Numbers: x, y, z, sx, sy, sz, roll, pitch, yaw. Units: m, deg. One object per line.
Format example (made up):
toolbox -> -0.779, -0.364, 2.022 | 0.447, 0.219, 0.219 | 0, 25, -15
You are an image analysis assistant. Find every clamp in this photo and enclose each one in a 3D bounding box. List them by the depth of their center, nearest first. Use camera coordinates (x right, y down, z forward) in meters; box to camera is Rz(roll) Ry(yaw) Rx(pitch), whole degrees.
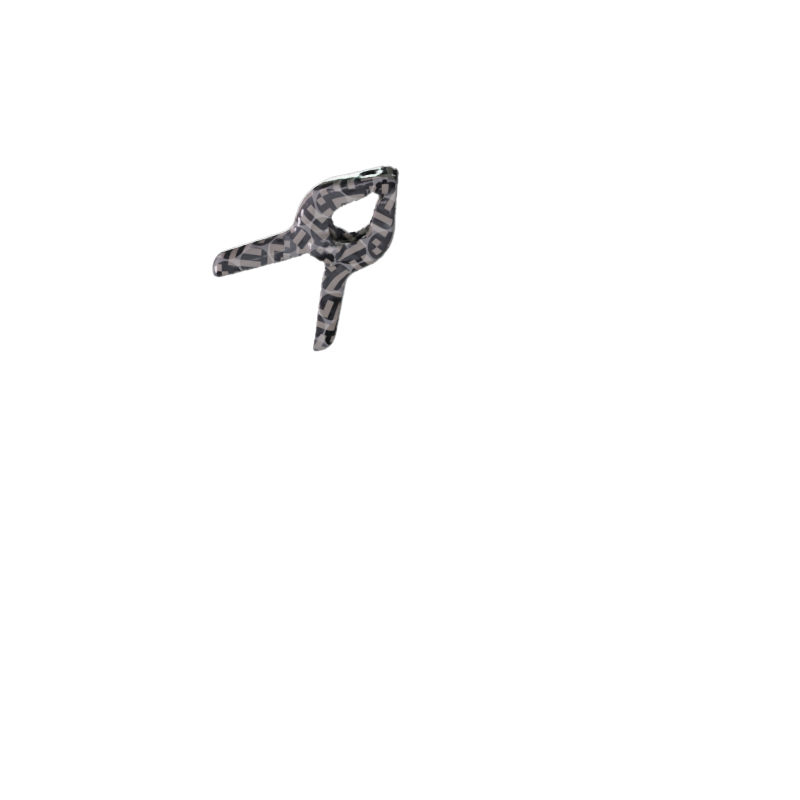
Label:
clamp -> -0.070, -0.127, 0.892 | 0.116, 0.167, 0.042 | 28, 25, -15
